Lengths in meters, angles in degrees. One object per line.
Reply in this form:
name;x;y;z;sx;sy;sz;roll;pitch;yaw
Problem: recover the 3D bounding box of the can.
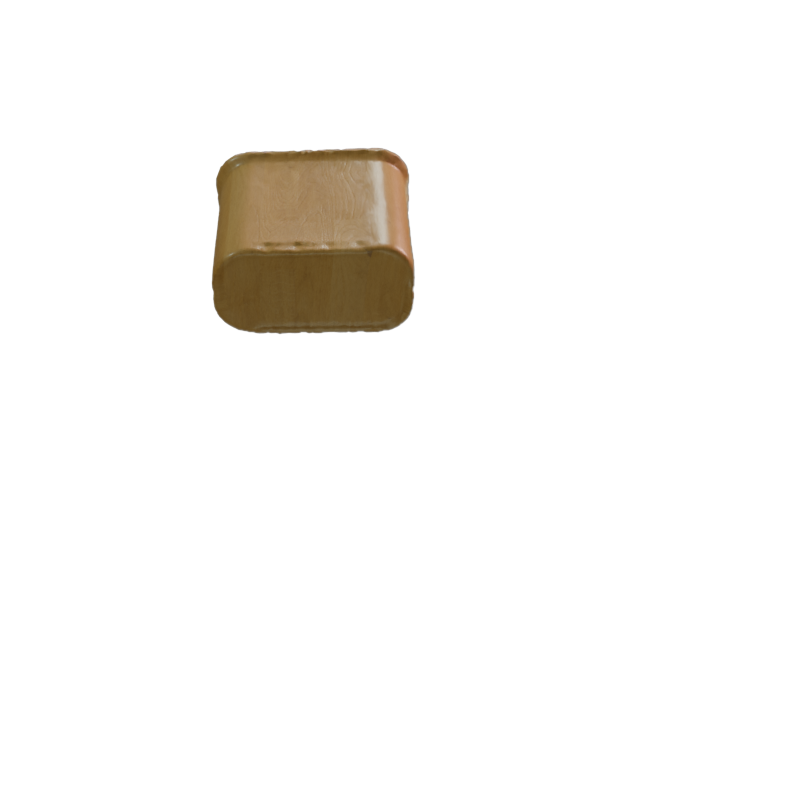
can;-0.044;-0.080;0.558;0.102;0.053;0.090;-2;42;0
